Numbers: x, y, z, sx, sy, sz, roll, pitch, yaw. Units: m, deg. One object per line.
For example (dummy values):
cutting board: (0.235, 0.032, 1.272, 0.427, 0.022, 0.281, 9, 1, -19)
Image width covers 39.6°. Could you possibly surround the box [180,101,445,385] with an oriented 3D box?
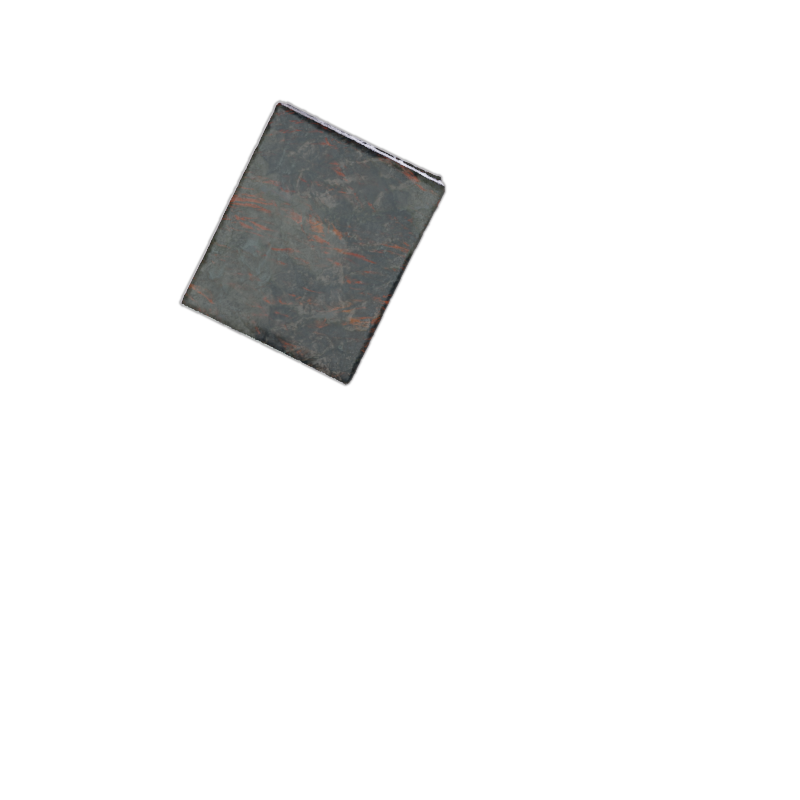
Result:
box: (-0.034, -0.062, 0.435, 0.073, 0.089, 0.031, 26, 5, -3)
